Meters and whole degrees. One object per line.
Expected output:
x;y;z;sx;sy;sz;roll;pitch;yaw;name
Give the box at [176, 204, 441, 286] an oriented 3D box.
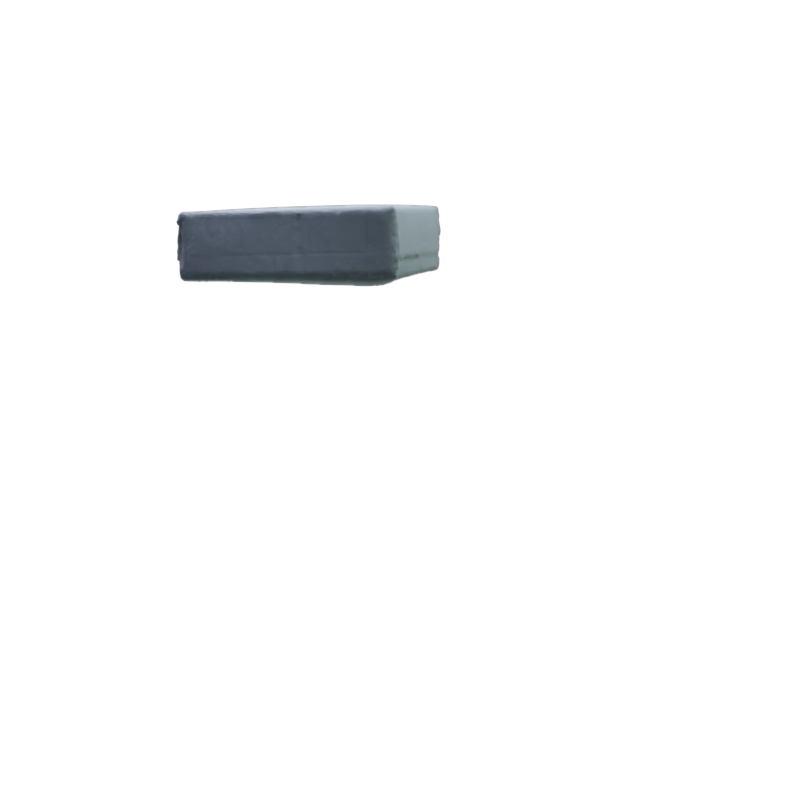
-0.044;-0.081;0.564;0.116;0.038;0.089;3;10;17;box
